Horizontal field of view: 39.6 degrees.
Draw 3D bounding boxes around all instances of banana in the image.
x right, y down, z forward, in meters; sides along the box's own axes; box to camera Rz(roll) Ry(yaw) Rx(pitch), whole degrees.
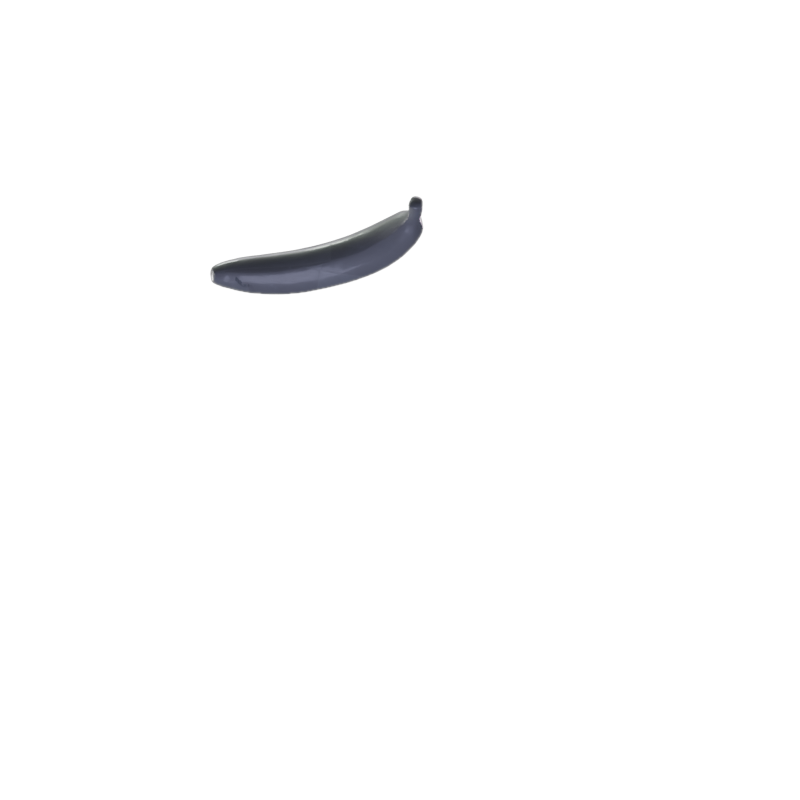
[{"bbox_3d":[-0.059,-0.122,0.919,0.199,0.039,0.064,-17,-40,21],"label":"banana"}]
